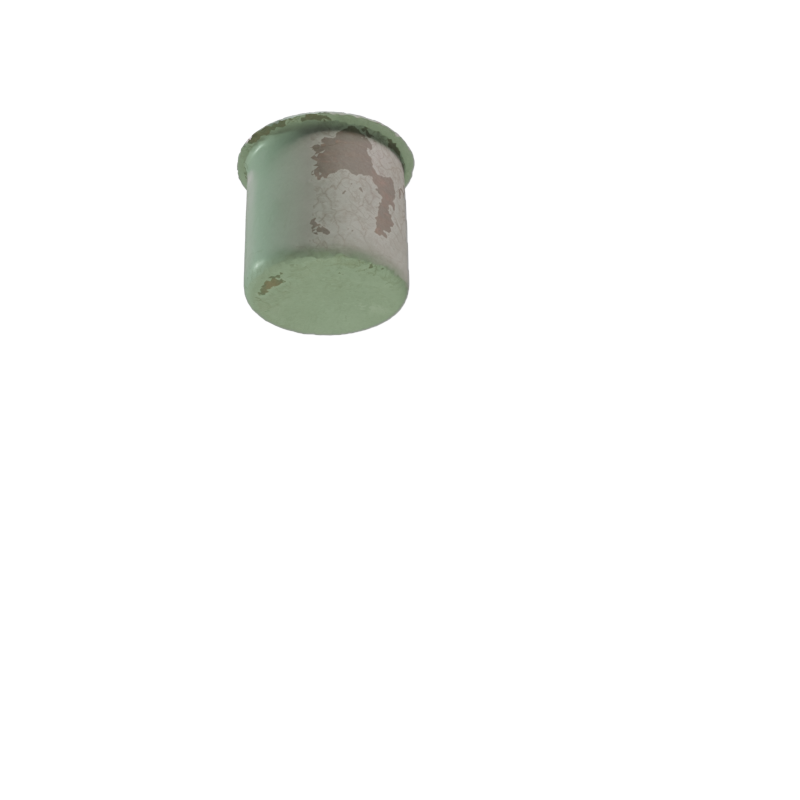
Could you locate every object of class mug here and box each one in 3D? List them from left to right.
[{"bbox_3d":[-0.045,-0.081,0.569,0.089,0.087,0.116,18,-33,-31],"label":"mug"}]
